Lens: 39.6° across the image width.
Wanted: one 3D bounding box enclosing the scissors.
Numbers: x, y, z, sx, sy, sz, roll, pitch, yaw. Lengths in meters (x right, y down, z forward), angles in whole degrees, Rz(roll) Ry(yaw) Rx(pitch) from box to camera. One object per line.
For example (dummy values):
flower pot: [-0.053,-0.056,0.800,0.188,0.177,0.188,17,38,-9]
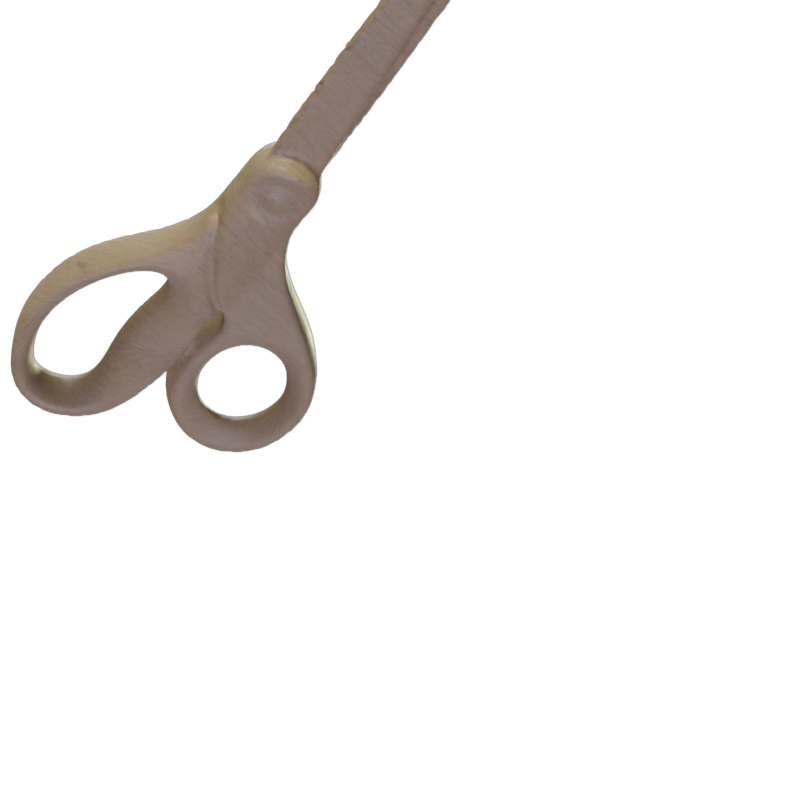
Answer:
scissors: [-0.023,-0.042,0.291,0.201,0.017,0.090,-31,-52,28]
